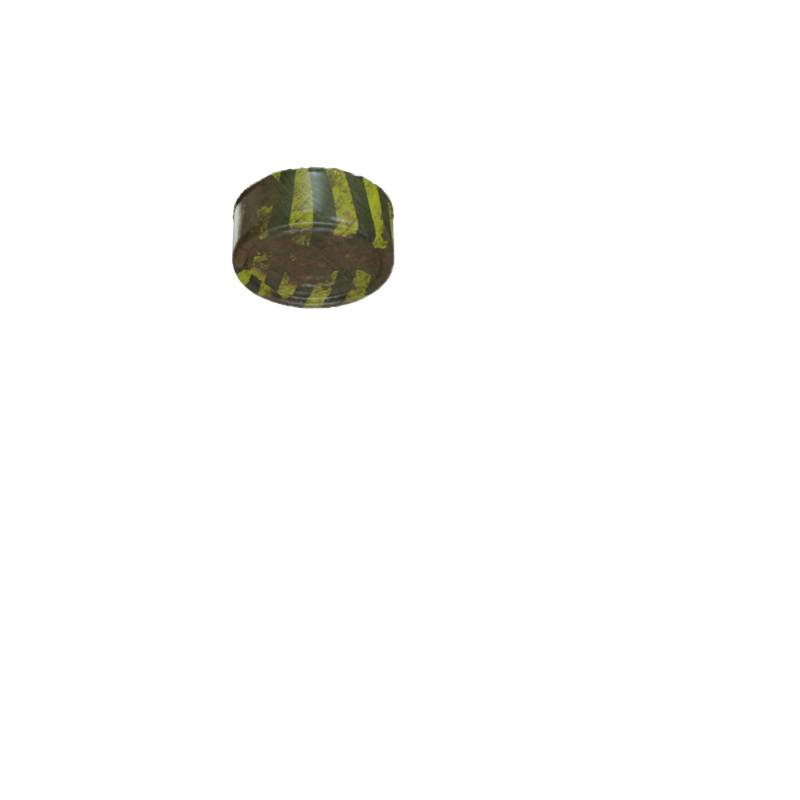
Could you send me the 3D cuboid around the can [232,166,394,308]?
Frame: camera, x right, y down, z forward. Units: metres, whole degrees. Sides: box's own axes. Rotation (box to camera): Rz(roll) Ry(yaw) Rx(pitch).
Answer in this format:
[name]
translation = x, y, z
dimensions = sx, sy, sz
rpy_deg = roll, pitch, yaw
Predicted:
[can]
translation = -0.045, -0.083, 0.581
dimensions = 0.086, 0.036, 0.081
rpy_deg = 1, -29, -2
